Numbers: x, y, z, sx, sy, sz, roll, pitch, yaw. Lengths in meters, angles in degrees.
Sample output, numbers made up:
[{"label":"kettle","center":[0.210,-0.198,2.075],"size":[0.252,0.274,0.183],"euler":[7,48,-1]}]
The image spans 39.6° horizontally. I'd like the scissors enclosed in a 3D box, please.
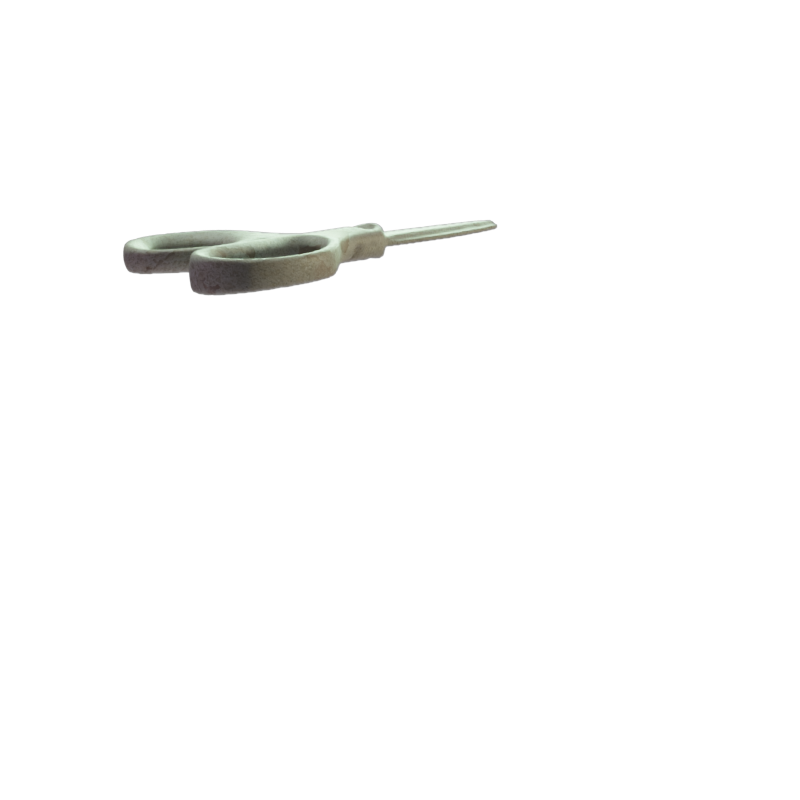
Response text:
[{"label":"scissors","center":[-0.037,-0.068,0.479],"size":[0.100,0.015,0.200],"euler":[7,16,25]}]
